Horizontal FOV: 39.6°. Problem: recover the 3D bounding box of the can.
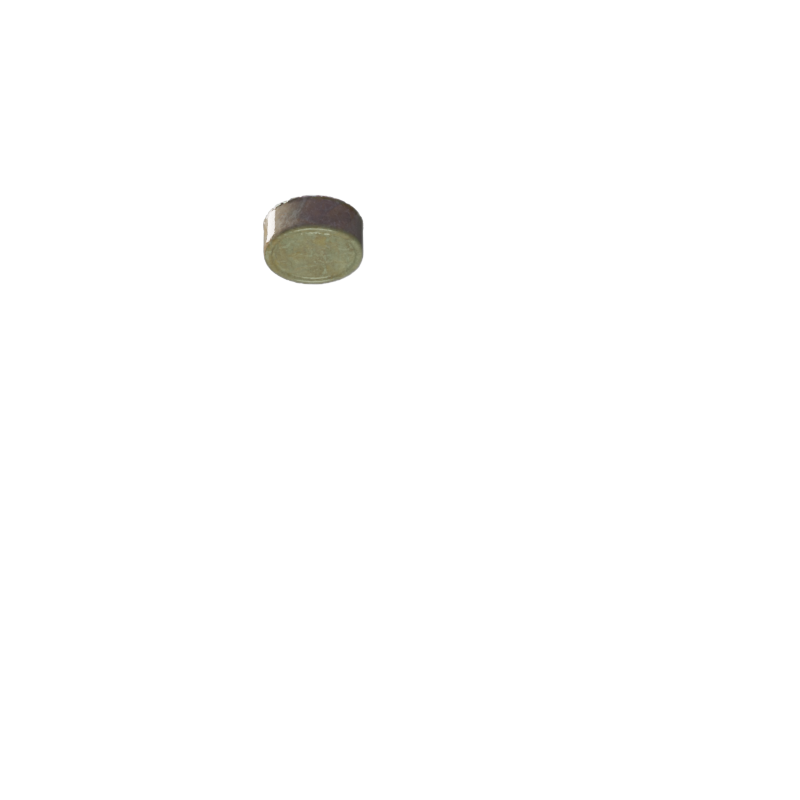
[{"bbox_3d":[-0.073,-0.134,0.936,0.086,0.036,0.080,1,-31,-2],"label":"can"}]
